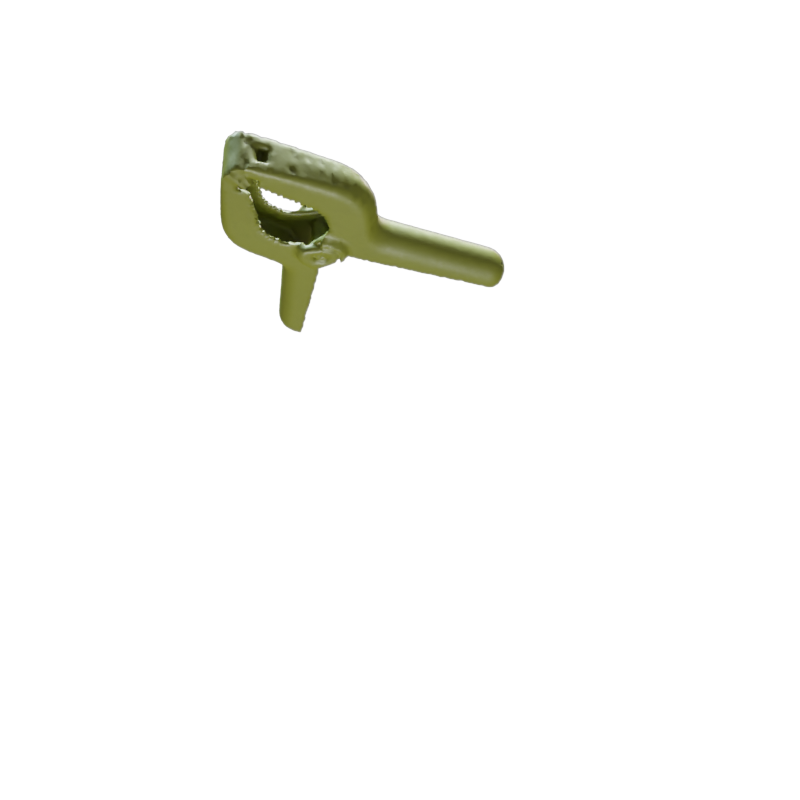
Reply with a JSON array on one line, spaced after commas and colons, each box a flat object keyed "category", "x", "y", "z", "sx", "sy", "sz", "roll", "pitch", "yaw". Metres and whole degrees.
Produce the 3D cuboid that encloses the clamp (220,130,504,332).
[{"category": "clamp", "x": -0.054, "y": -0.099, "z": 0.693, "sx": 0.167, "sy": 0.039, "sz": 0.195, "roll": -16, "pitch": -29, "yaw": 32}]
